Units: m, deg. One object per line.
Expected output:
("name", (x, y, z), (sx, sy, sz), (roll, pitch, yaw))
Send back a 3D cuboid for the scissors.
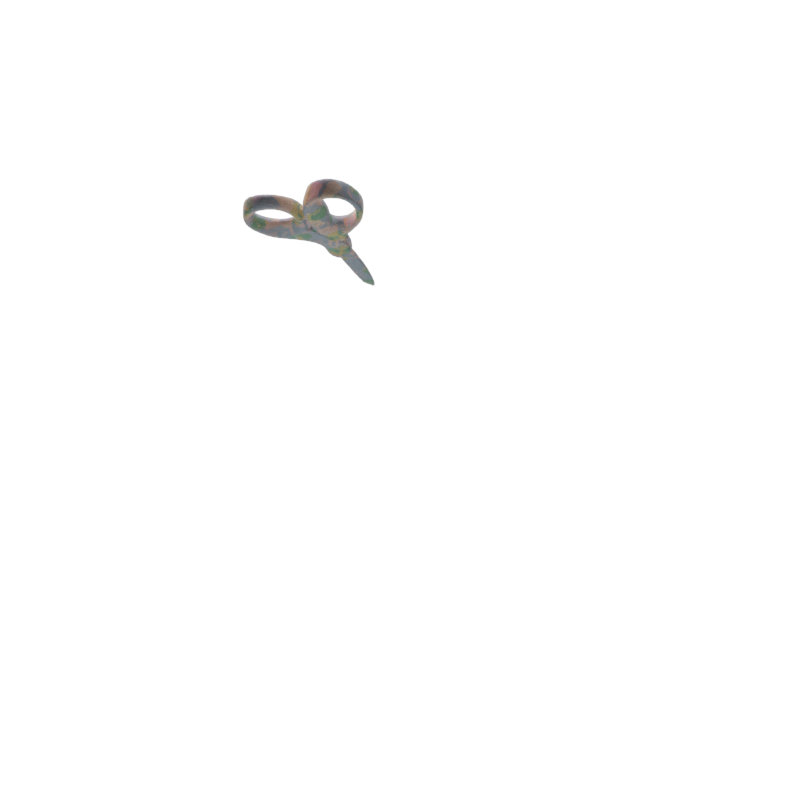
("scissors", (-0.067, -0.122, 0.853), (0.096, 0.016, 0.193), (0, -15, -1))
